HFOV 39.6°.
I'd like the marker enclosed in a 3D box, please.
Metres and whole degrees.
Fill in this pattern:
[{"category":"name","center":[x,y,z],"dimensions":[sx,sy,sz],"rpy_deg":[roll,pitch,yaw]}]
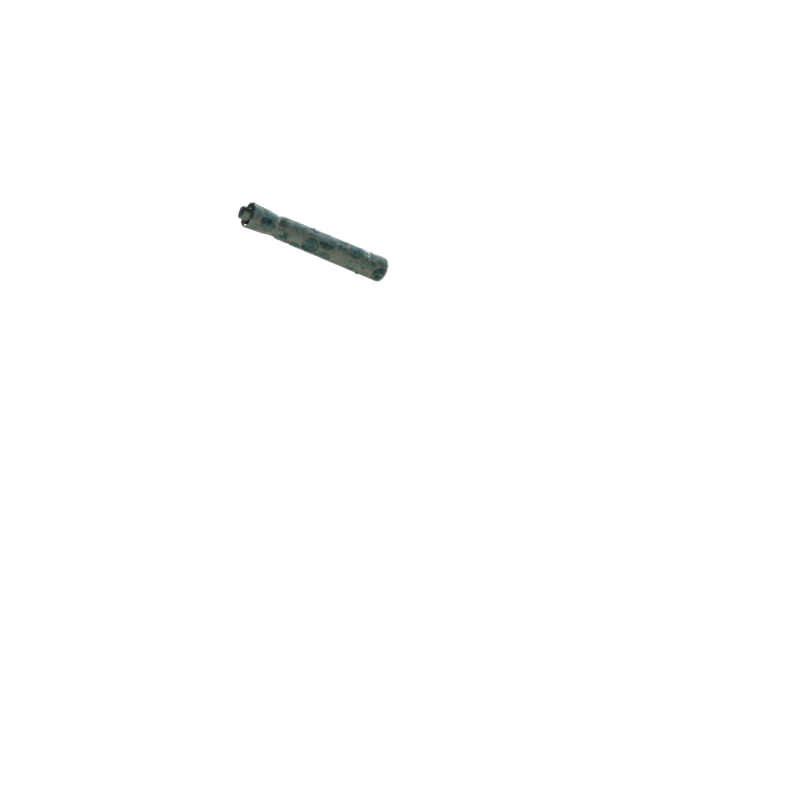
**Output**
[{"category":"marker","center":[-0.062,-0.114,0.797],"dimensions":[0.115,0.020,0.020],"rpy_deg":[20,-6,-26]}]
